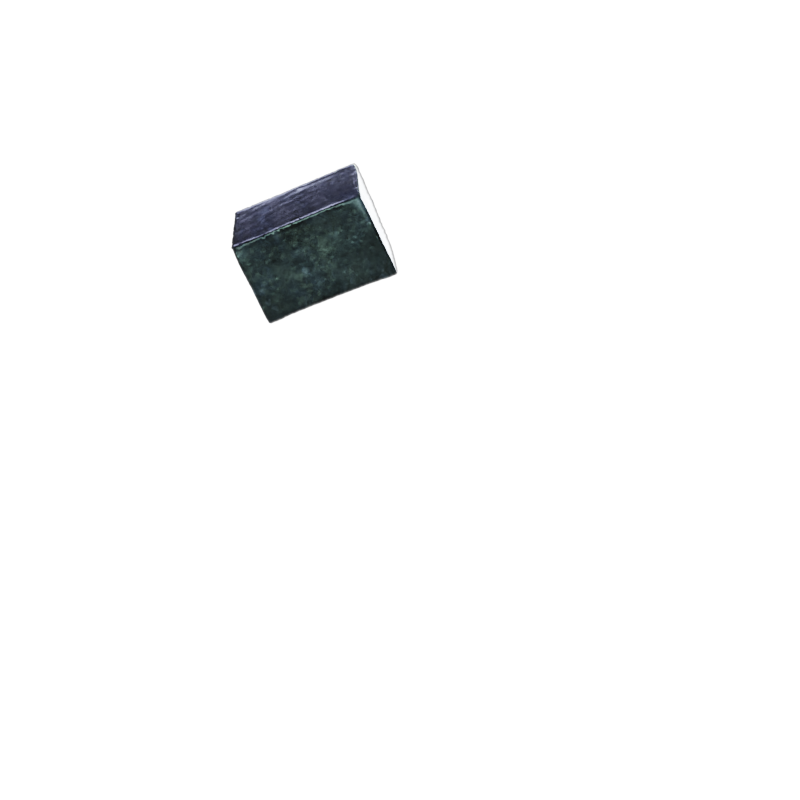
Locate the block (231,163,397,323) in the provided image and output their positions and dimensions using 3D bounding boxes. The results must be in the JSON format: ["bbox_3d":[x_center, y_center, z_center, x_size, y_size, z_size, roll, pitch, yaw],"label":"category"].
[{"bbox_3d":[-0.048,-0.088,0.616,0.078,0.050,0.054,-20,27,9],"label":"block"}]
